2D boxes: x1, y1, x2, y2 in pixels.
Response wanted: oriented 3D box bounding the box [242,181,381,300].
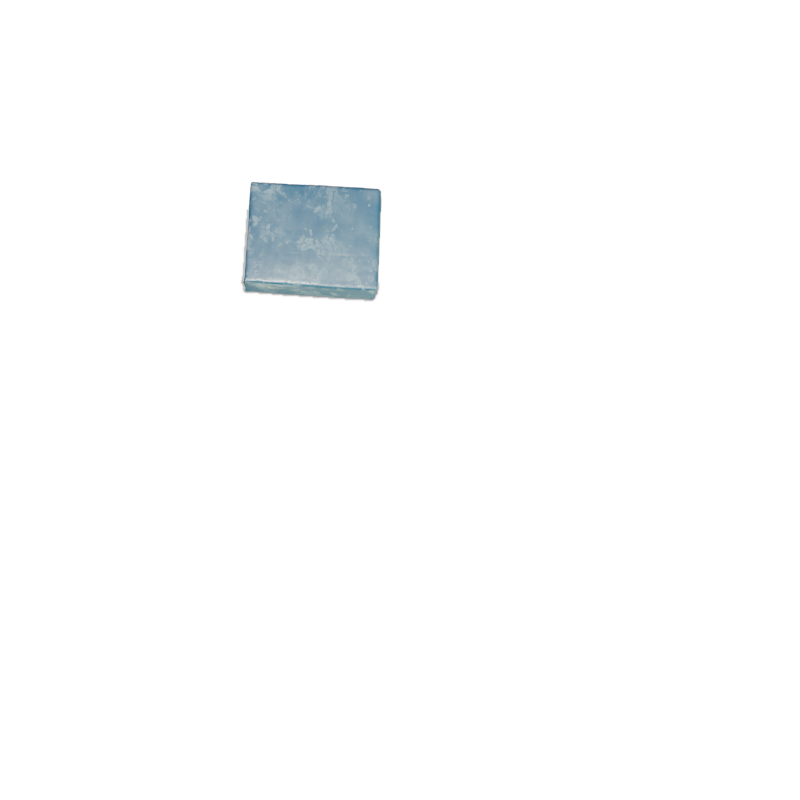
[{"bbox_3d":[-0.073,-0.133,0.932,0.113,0.094,0.037,2,-20,0],"label":"box"}]
